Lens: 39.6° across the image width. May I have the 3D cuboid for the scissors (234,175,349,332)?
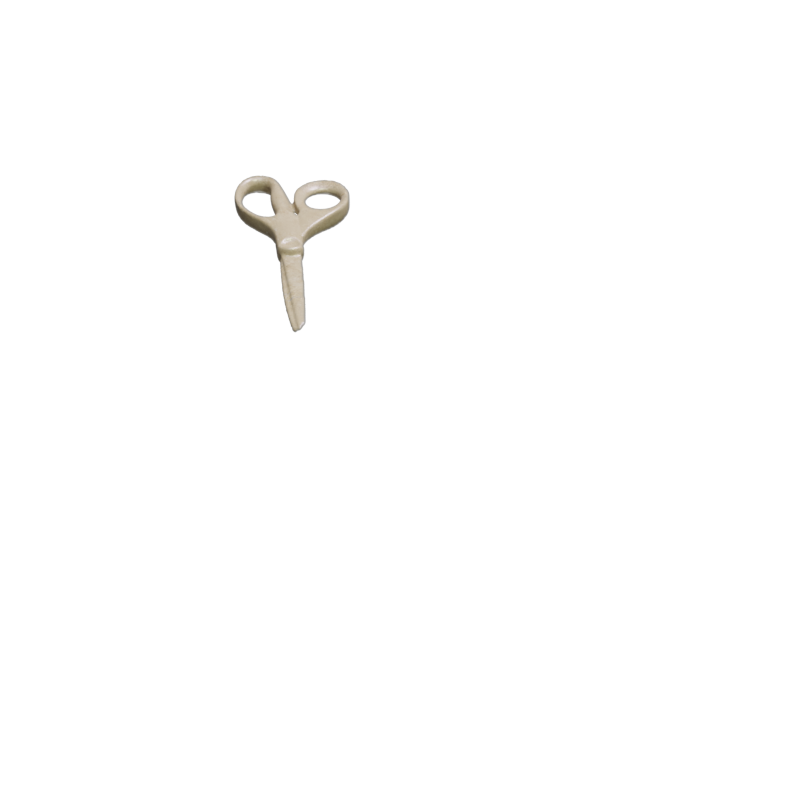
[{"bbox_3d":[-0.062,-0.113,0.792,0.095,0.015,0.218,-13,38,-17],"label":"scissors"}]
